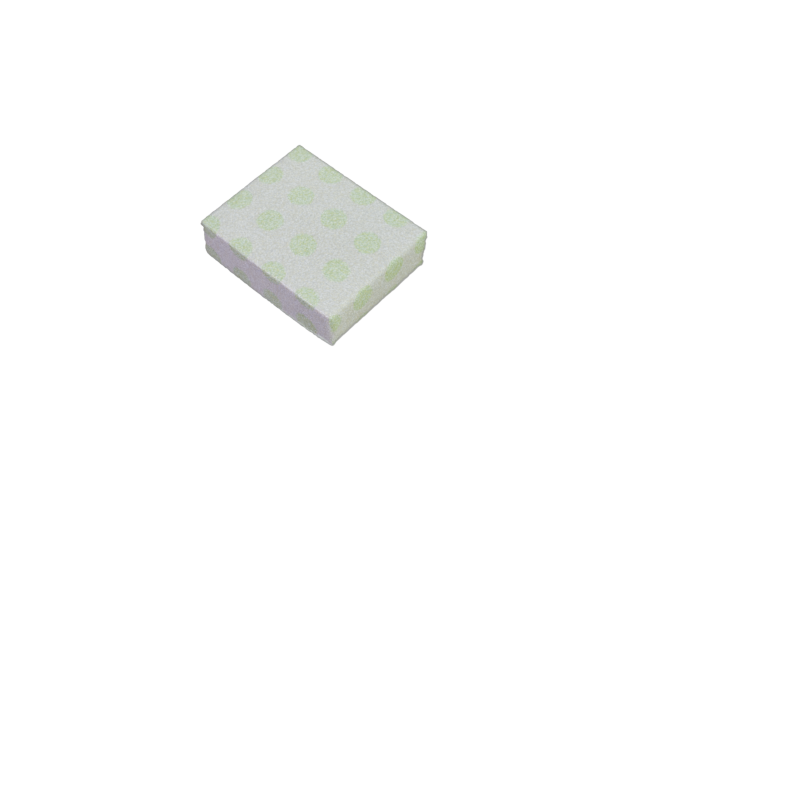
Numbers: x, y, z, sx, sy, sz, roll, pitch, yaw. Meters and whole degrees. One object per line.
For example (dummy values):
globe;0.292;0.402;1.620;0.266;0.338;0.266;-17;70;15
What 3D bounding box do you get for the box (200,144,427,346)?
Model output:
box;-0.054;-0.099;0.695;0.120;0.091;0.036;37;-26;22
